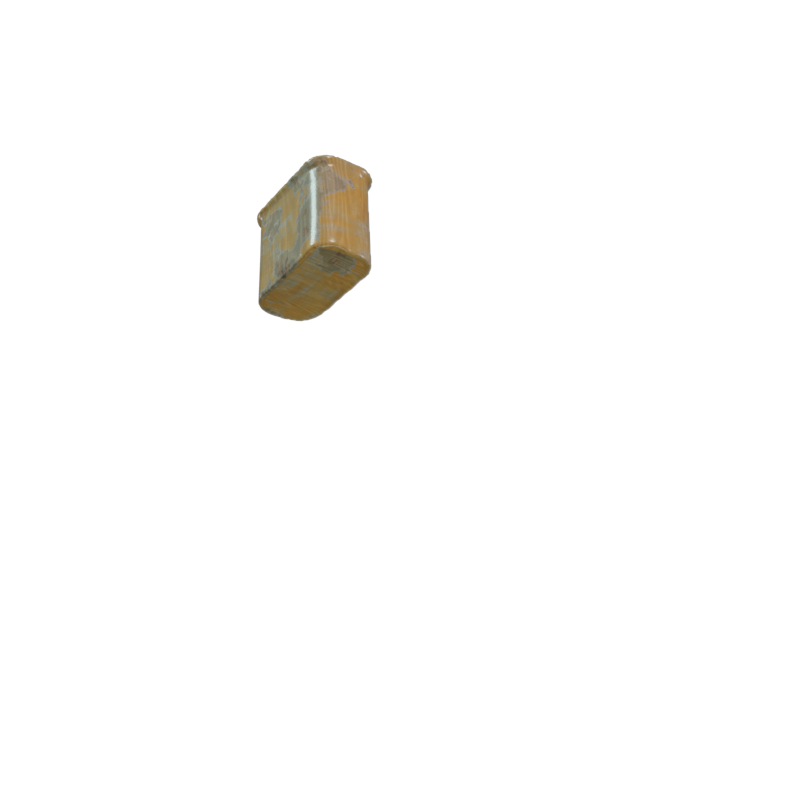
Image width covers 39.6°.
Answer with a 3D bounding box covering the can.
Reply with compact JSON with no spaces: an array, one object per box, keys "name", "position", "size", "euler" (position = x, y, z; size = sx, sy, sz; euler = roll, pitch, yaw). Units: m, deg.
[{"name":"can","position":[-0.065,-0.118,0.827],"size":[0.055,0.090,0.100],"euler":[21,-41,-30]}]
